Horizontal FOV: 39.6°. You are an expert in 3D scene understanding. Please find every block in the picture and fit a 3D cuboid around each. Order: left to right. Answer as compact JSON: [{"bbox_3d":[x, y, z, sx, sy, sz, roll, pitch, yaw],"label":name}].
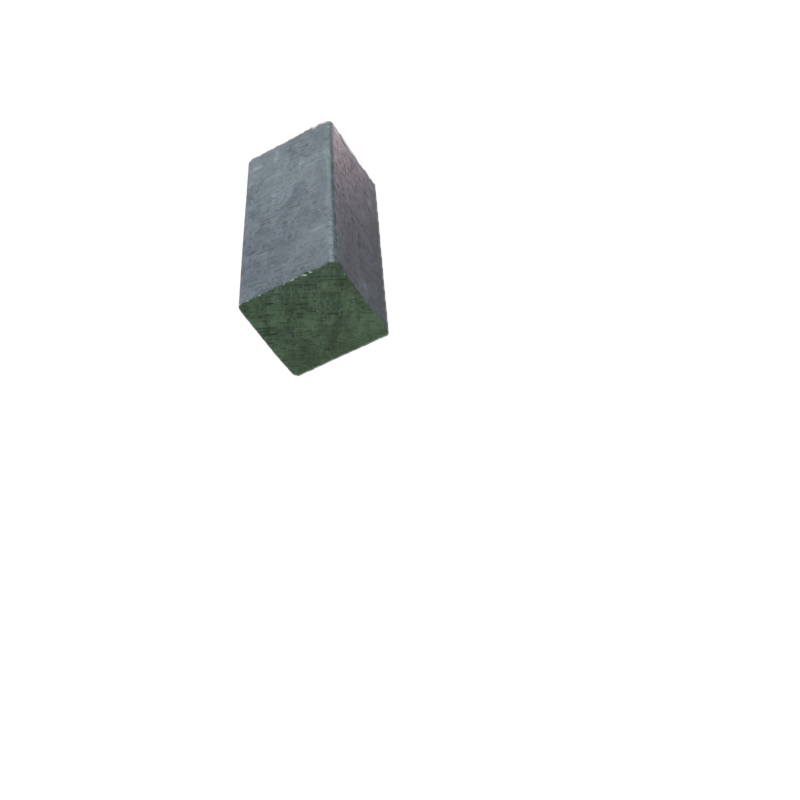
[{"bbox_3d":[-0.074,-0.135,0.942,0.091,0.221,0.084,-25,-52,17],"label":"block"}]
